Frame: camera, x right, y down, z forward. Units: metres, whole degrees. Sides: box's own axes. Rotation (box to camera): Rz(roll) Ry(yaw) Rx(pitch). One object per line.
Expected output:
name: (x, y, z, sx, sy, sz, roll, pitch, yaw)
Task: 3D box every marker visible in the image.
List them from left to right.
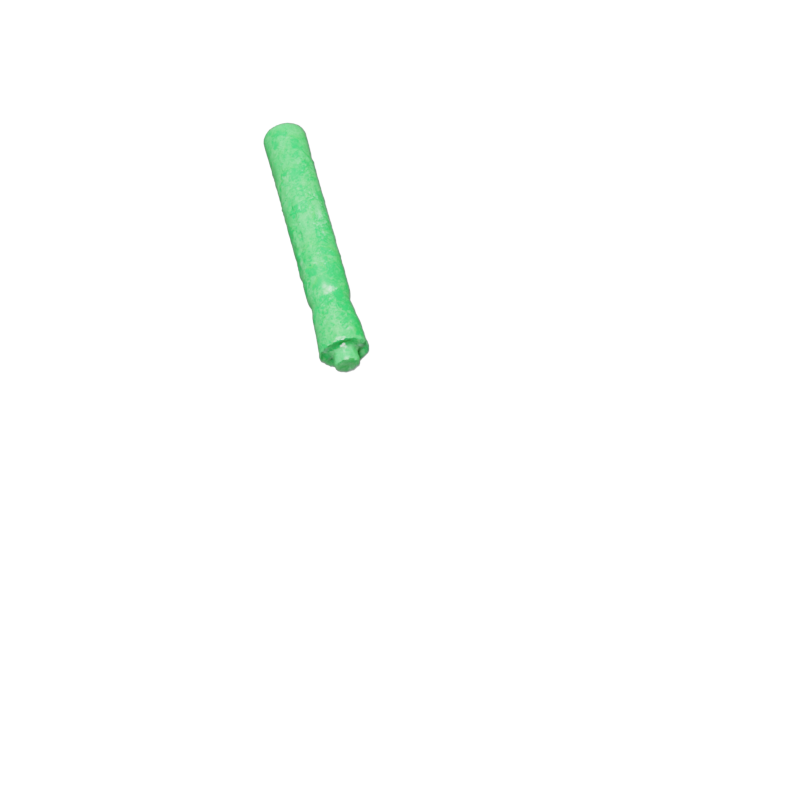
marker: (-0.034, -0.063, 0.439, 0.020, 0.131, 0.018, -10, -37, -9)
